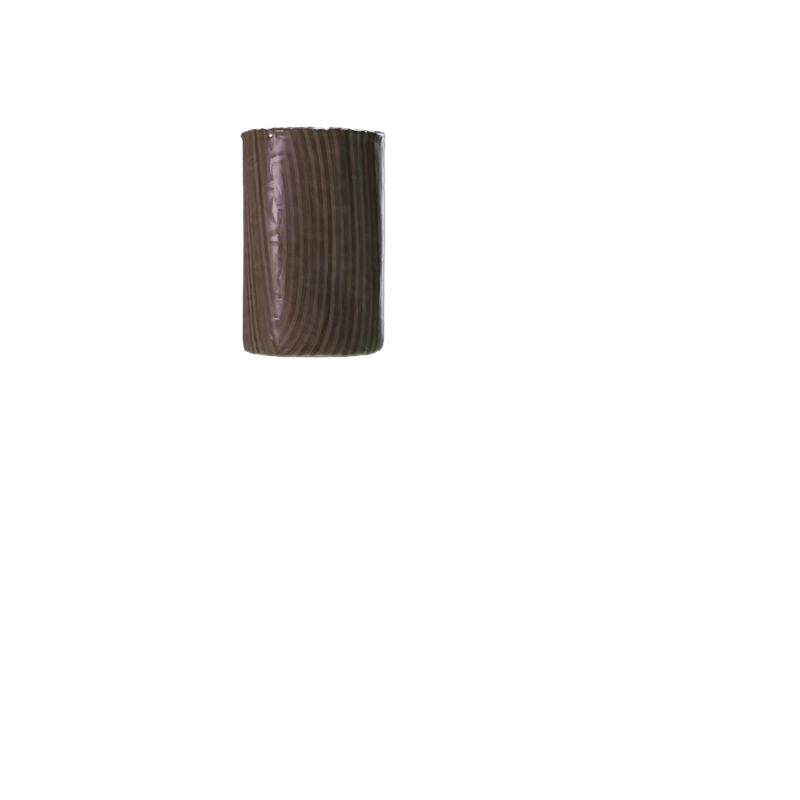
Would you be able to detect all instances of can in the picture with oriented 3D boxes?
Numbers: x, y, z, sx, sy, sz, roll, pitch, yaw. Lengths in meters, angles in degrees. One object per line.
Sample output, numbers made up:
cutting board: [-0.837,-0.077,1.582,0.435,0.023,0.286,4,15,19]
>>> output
can: [-0.041,-0.074,0.520,0.068,0.102,0.069,0,3,-2]
